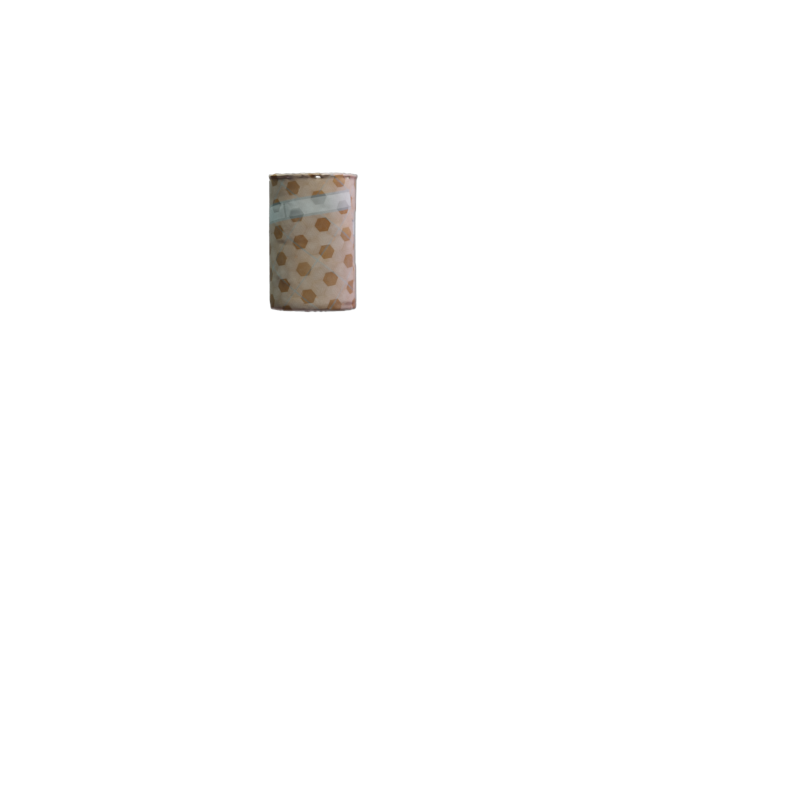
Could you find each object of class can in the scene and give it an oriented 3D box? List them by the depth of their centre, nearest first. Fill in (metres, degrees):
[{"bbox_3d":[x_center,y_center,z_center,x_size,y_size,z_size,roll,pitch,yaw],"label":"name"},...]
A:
[{"bbox_3d":[-0.066,-0.120,0.841,0.068,0.102,0.069,0,3,-2],"label":"can"}]
